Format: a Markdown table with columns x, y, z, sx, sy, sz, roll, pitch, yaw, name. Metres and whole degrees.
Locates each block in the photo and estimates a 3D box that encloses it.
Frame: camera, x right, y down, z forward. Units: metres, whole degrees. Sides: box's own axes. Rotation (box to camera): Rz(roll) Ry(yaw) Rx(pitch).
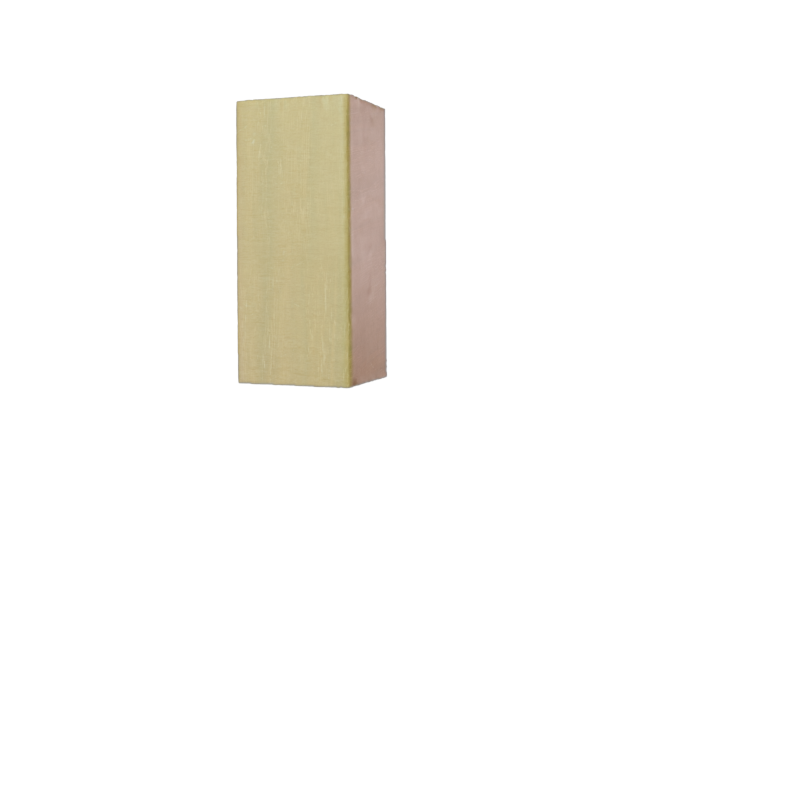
| x | y | z | sx | sy | sz | roll | pitch | yaw | name |
| --- | --- | --- | --- | --- | --- | --- | --- | --- | --- |
| -0.065 | -0.118 | 0.829 | 0.093 | 0.206 | 0.088 | 0 | 0 | 20 | block |
